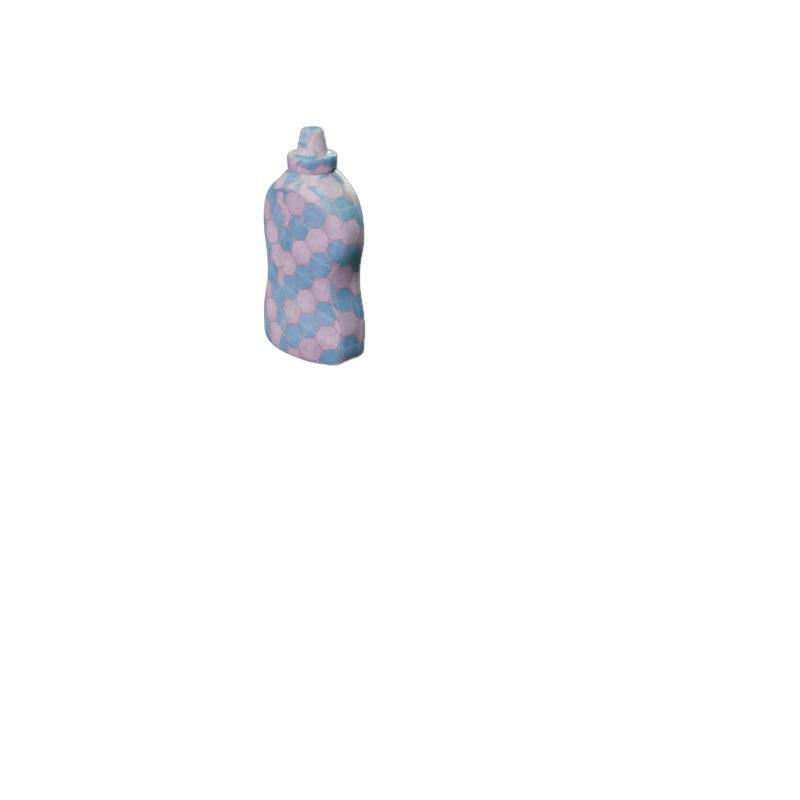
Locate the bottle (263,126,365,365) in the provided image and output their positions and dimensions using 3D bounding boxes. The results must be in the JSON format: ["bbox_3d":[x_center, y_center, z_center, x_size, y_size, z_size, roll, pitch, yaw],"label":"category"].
[{"bbox_3d":[-0.072,-0.131,0.916,0.057,0.183,0.102,-17,27,-41],"label":"bottle"}]
